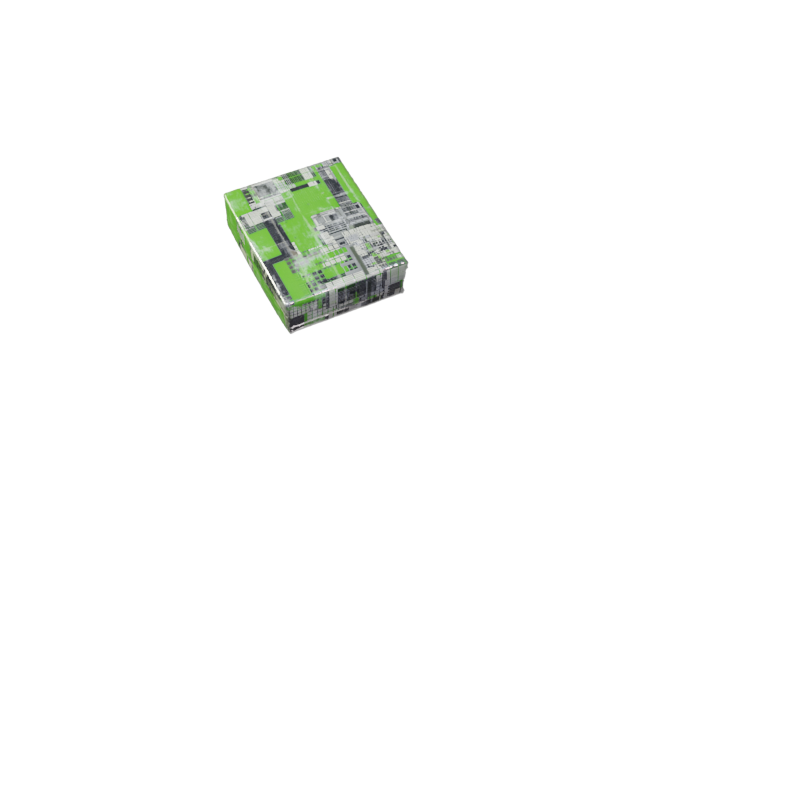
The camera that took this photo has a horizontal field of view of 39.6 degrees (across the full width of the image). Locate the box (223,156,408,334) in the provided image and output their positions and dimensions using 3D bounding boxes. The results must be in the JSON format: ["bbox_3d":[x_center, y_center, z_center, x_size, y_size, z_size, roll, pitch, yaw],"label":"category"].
[{"bbox_3d":[-0.060,-0.109,0.763,0.089,0.122,0.036,-21,-33,-15],"label":"box"}]
